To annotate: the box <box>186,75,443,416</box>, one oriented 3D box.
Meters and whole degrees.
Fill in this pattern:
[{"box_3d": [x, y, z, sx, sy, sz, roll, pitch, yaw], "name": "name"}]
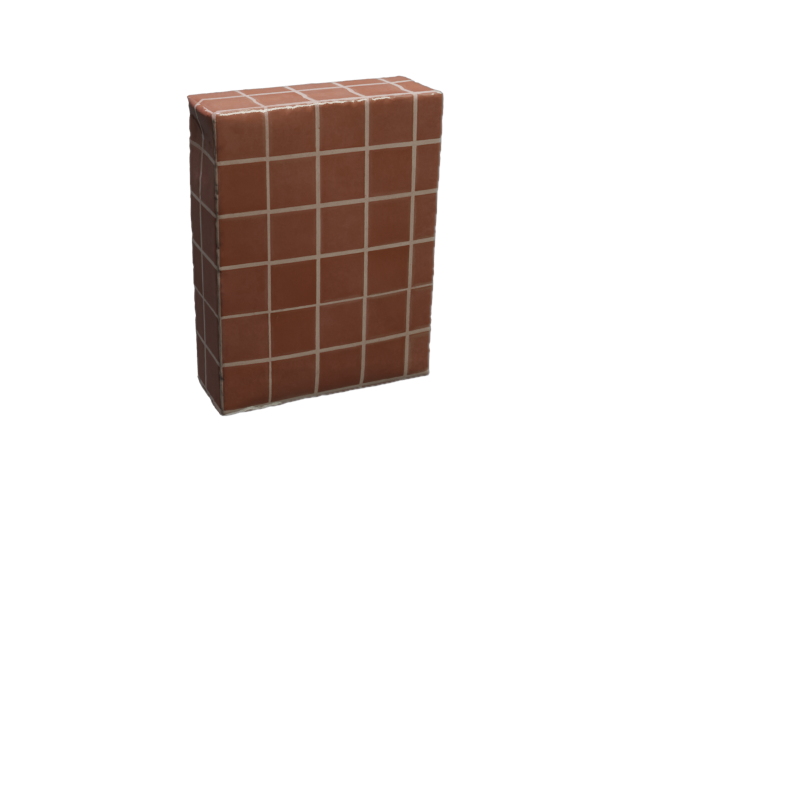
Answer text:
[{"box_3d": [-0.060, -0.110, 0.772, 0.161, 0.204, 0.077, -9, 24, -23], "name": "box"}]
